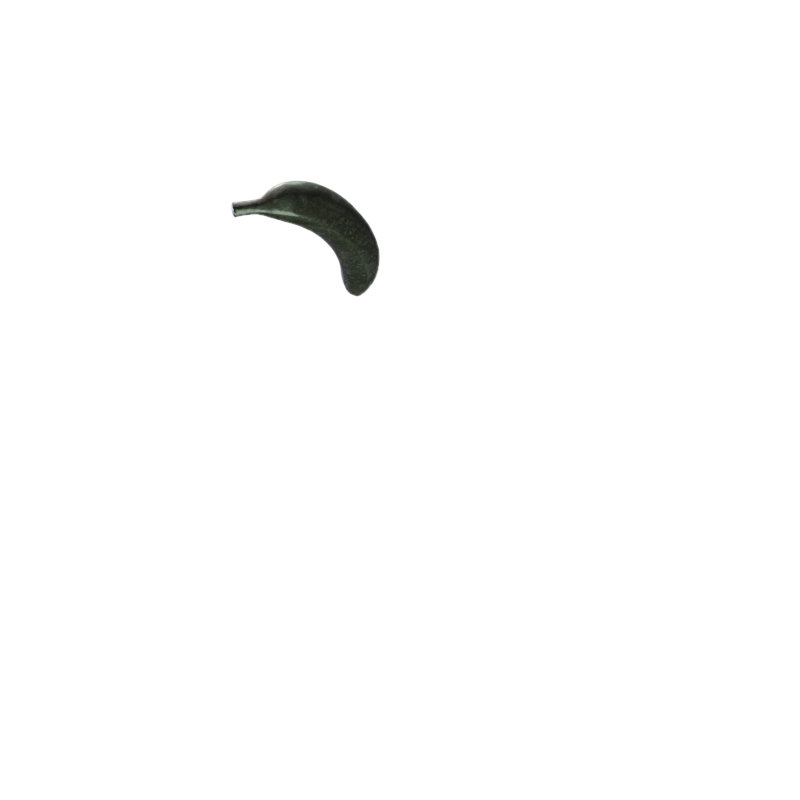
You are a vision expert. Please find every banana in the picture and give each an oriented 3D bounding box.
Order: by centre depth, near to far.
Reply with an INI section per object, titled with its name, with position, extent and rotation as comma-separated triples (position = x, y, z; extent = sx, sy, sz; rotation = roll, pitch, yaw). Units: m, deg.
[banana]
position = -0.059, -0.139, 0.933
extent = 0.071, 0.039, 0.184
rotation = -13, -25, 28
